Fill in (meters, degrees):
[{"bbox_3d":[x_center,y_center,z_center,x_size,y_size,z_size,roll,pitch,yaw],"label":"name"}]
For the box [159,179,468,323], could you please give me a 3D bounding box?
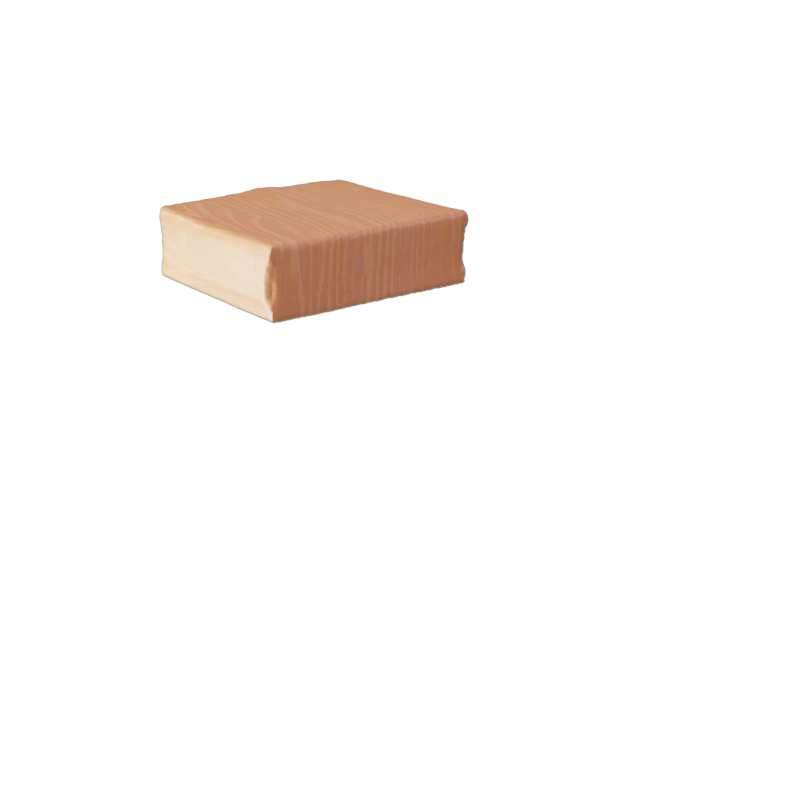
[{"bbox_3d":[-0.032,-0.058,0.404,0.087,0.029,0.078,-16,26,-36],"label":"box"}]
